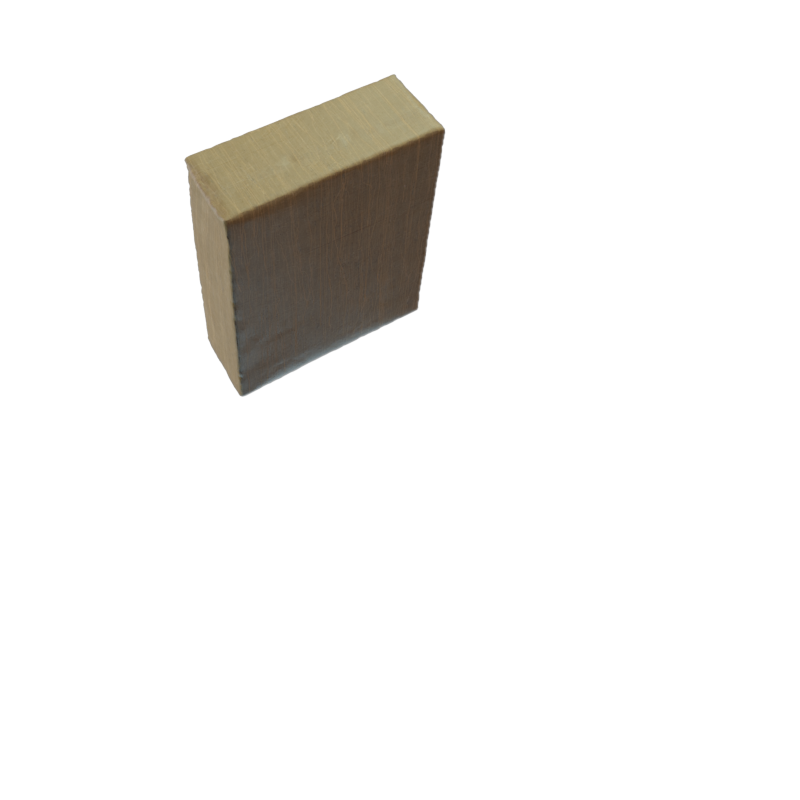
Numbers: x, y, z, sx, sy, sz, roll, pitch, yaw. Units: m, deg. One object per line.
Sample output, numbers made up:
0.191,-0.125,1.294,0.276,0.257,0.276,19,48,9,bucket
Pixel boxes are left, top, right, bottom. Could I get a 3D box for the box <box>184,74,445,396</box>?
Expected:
-0.062,-0.114,0.797,0.164,0.077,0.200,-26,-28,-19,box
